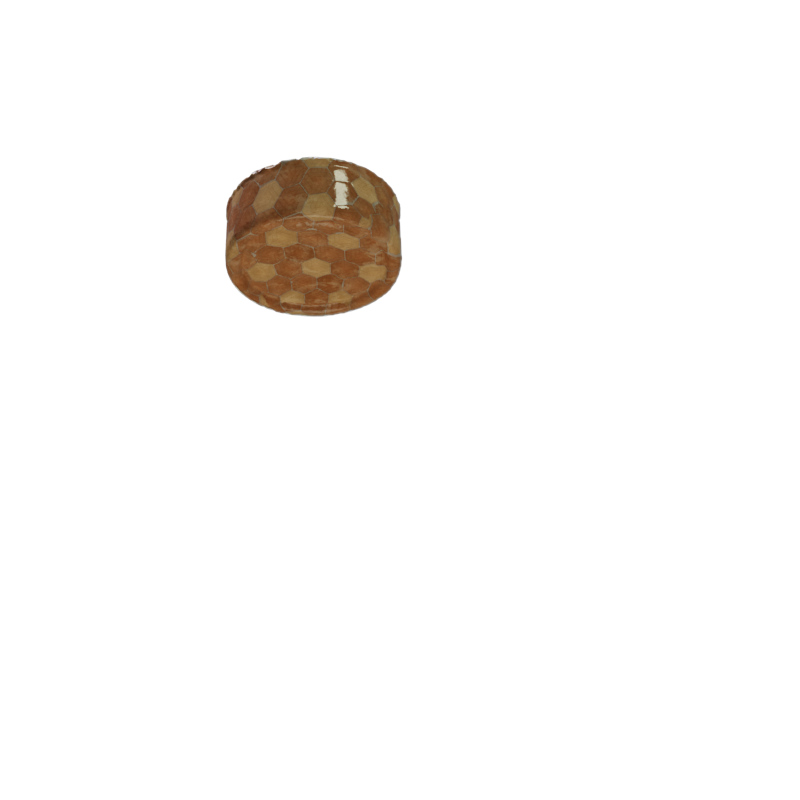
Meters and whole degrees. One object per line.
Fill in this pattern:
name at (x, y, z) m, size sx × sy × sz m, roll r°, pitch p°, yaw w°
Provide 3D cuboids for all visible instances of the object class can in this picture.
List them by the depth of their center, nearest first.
can at (-0.042, -0.076, 0.535) m, size 0.086 × 0.036 × 0.080 m, roll 1°, pitch -33°, yaw -2°
